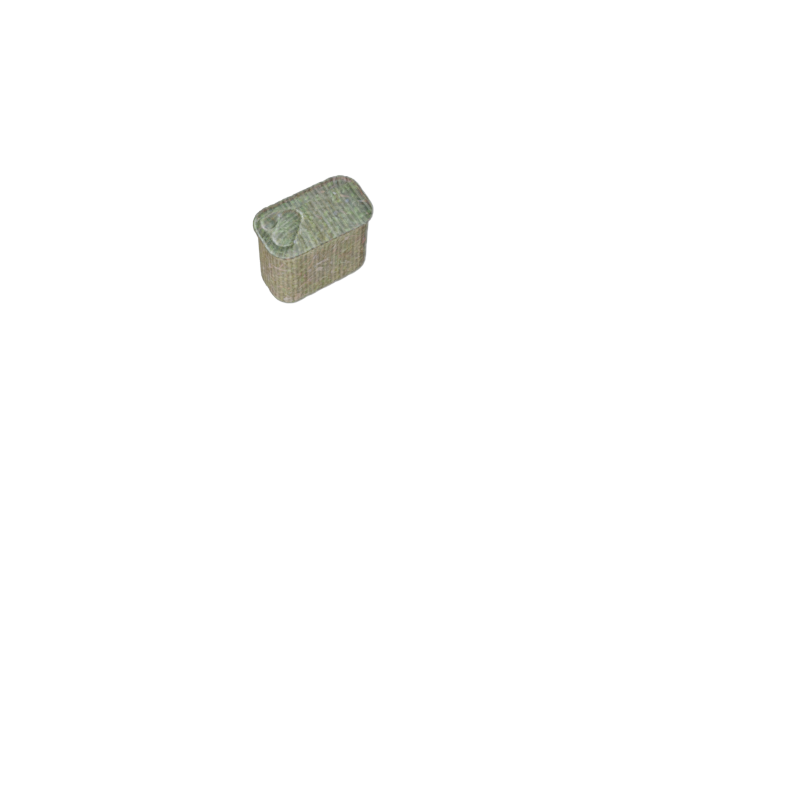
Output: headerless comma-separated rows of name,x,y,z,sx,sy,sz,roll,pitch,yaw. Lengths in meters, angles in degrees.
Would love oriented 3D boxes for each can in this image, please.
can,-0.077,-0.140,0.980,0.102,0.061,0.079,-28,-23,-16
